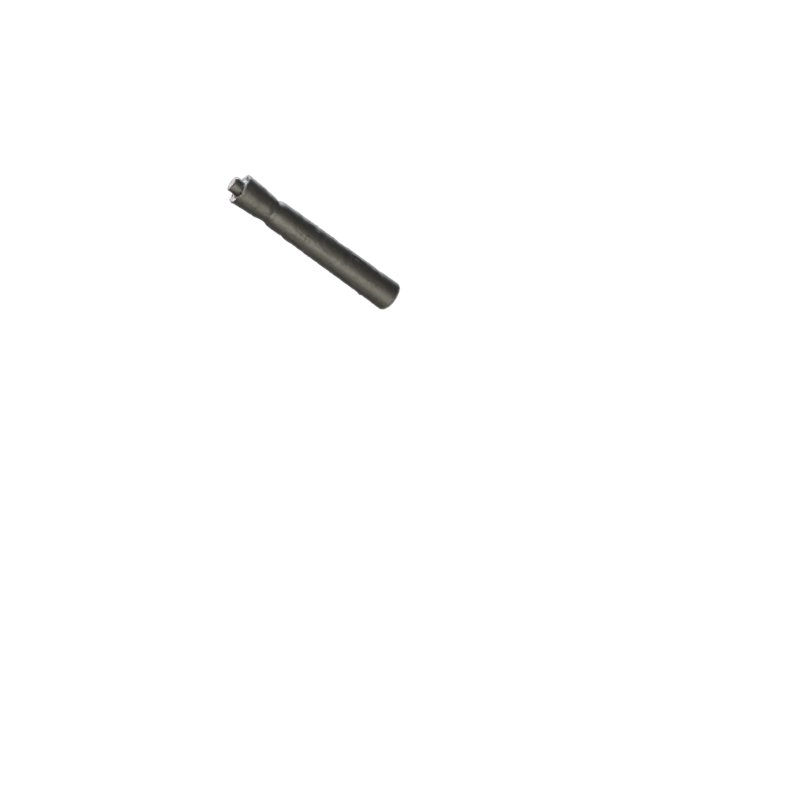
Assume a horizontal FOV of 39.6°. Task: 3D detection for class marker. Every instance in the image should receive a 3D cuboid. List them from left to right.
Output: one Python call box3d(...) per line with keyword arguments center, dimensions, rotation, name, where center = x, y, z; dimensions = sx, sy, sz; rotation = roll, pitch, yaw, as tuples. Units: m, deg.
box3d(center=(-0.051, -0.092, 0.646), dimensions=(0.115, 0.020, 0.020), rotation=(34, -11, -21), name="marker")
